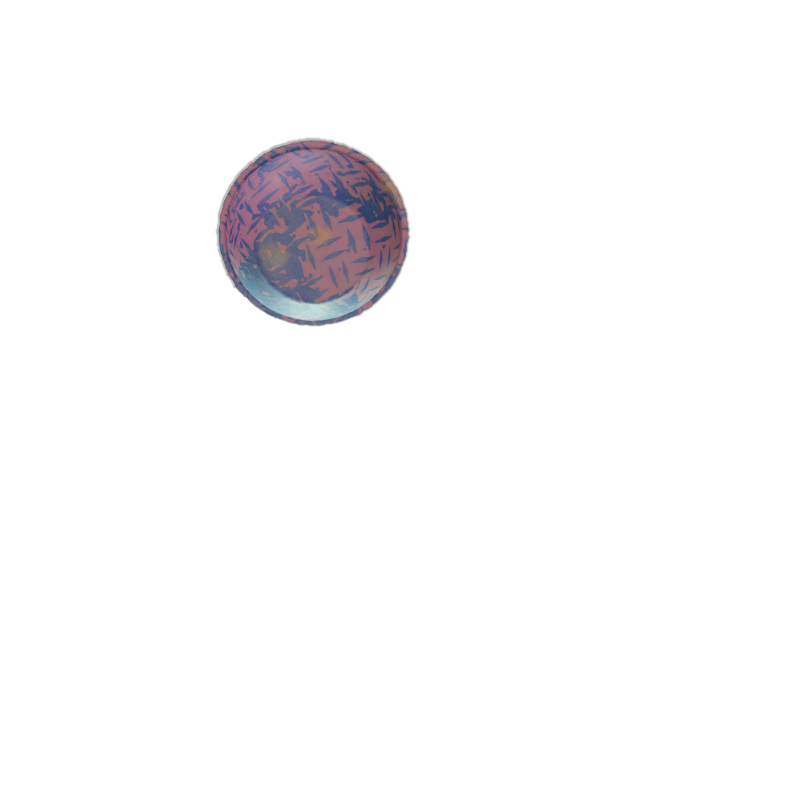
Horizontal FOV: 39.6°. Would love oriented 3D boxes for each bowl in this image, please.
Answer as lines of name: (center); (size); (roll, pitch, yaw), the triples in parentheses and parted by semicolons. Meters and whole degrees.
bowl: (-0.071, -0.130, 0.911); (0.162, 0.157, 0.057); (0, 15, -1)
